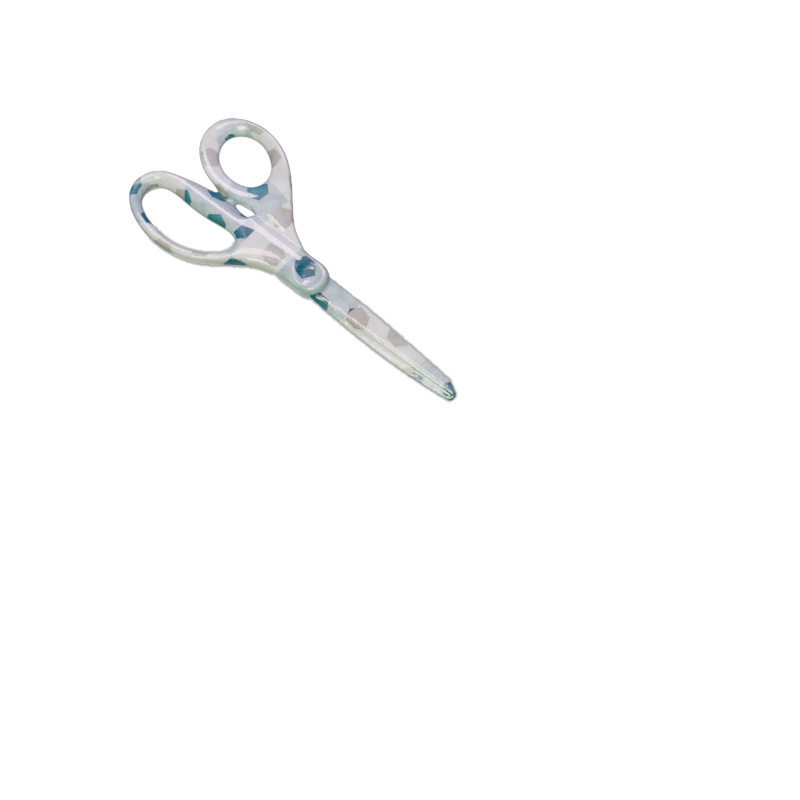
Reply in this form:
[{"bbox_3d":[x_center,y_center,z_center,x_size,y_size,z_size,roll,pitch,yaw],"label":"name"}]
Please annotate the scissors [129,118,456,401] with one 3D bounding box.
[{"bbox_3d":[-0.046,-0.084,0.587,0.206,0.099,0.015,24,-19,9],"label":"scissors"}]
